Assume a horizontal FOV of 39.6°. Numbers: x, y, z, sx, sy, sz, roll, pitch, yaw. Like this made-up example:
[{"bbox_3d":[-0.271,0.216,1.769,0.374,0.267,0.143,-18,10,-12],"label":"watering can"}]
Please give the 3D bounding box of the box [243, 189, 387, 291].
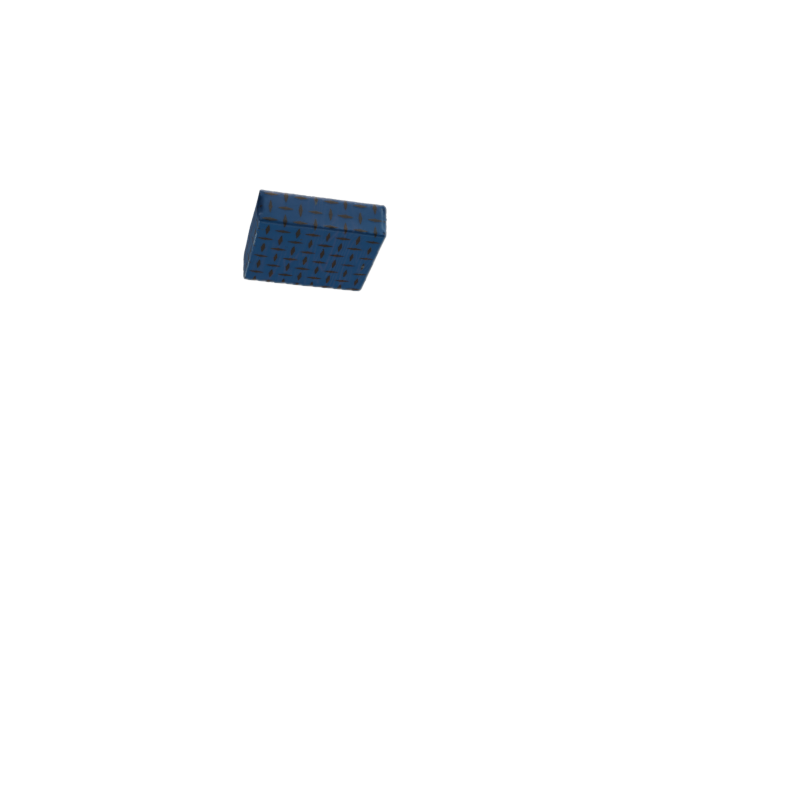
[{"bbox_3d":[-0.060,-0.110,0.768,0.088,0.032,0.070,6,-30,-11],"label":"box"}]
